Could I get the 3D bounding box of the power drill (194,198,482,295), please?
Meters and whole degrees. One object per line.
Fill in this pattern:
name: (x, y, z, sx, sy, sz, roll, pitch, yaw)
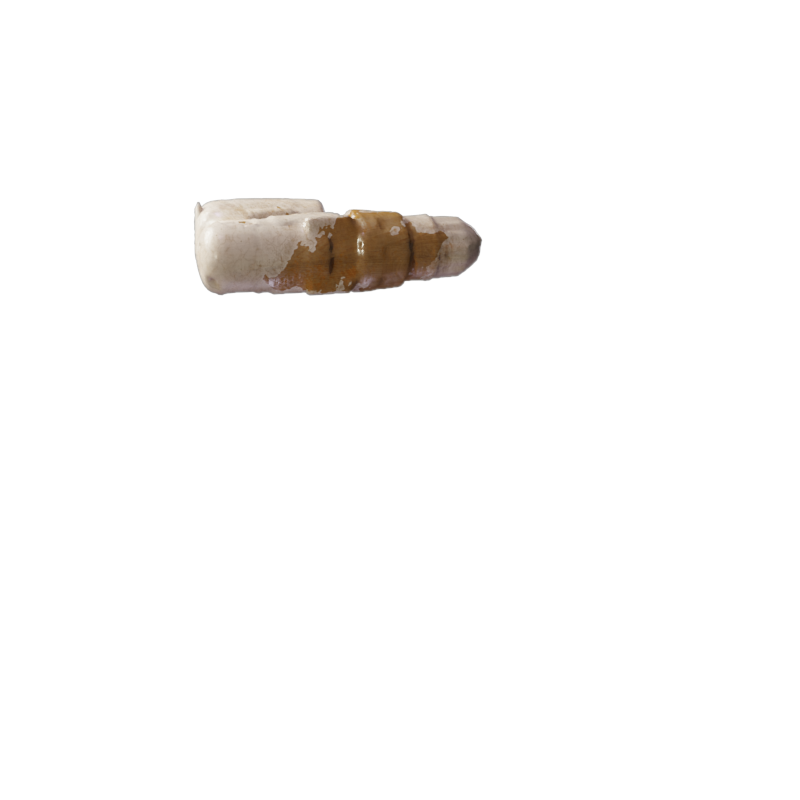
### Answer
power drill: (-0.060, -0.109, 0.763, 0.181, 0.056, 0.195, -3, 11, -18)
